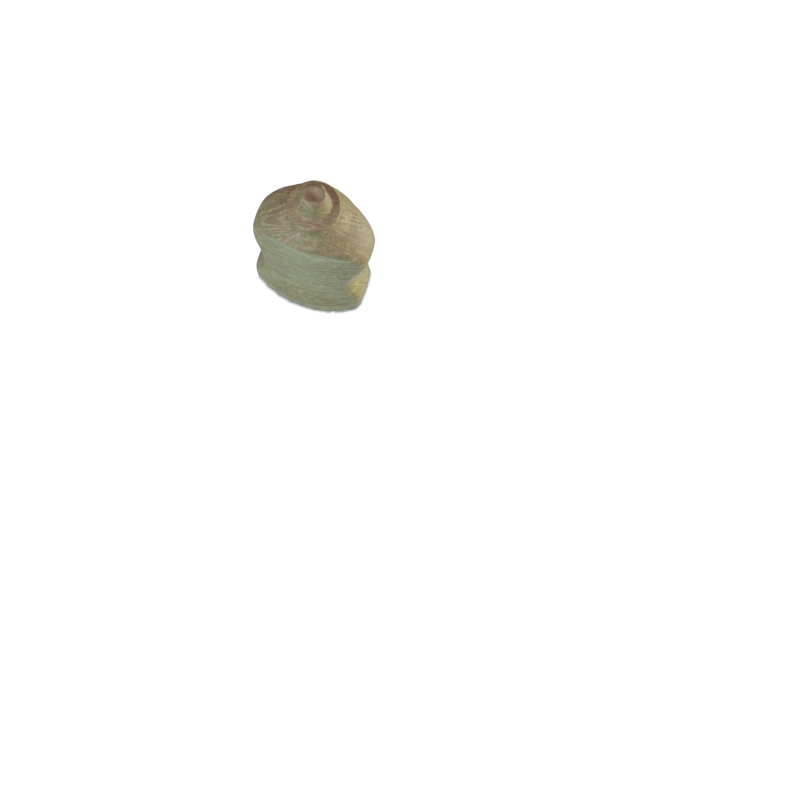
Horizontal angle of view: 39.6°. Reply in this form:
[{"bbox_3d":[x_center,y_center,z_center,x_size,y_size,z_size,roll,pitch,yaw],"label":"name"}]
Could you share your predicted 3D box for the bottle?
[{"bbox_3d":[-0.069,-0.127,0.886,0.097,0.060,0.185,21,-14,2],"label":"bottle"}]
